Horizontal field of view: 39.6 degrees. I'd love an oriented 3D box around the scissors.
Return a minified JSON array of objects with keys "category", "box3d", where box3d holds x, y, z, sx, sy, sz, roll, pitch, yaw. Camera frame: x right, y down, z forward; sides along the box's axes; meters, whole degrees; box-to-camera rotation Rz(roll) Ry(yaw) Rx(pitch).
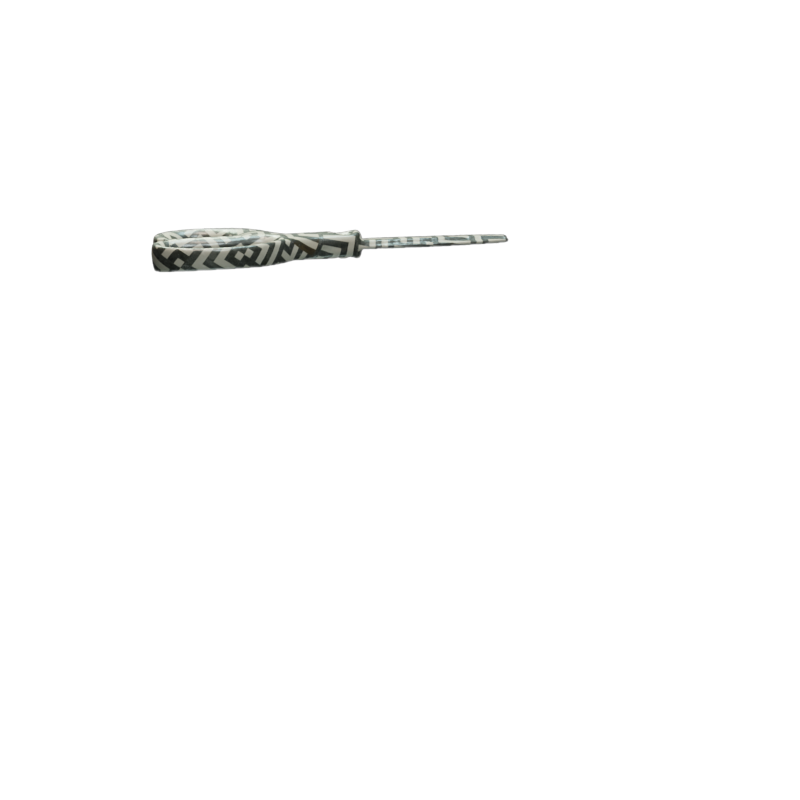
[{"category":"scissors","box3d":[-0.048,-0.088,0.616,0.196,0.015,0.101,-9,17,-31]}]
